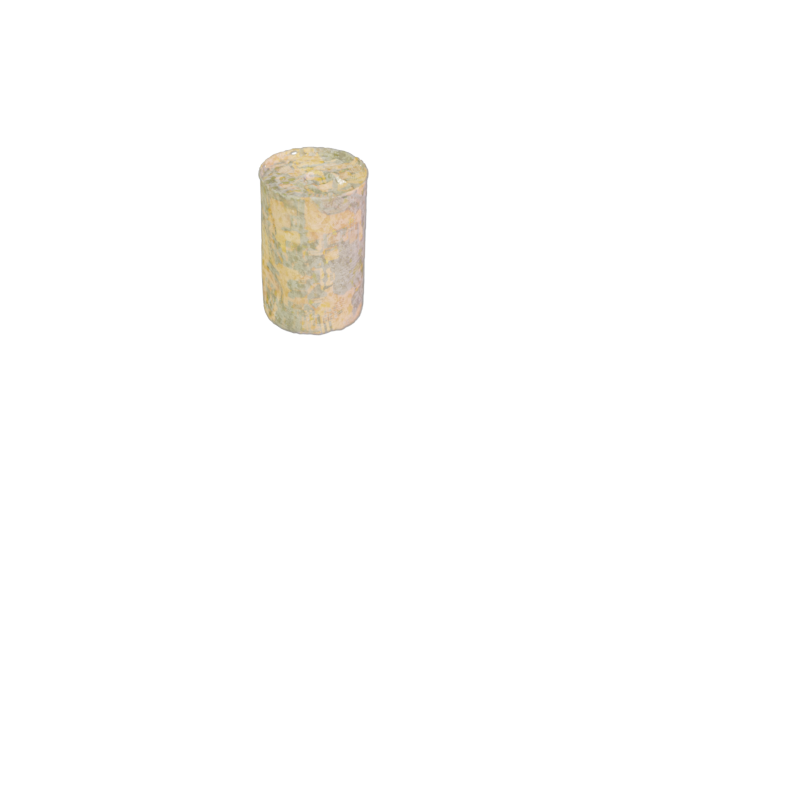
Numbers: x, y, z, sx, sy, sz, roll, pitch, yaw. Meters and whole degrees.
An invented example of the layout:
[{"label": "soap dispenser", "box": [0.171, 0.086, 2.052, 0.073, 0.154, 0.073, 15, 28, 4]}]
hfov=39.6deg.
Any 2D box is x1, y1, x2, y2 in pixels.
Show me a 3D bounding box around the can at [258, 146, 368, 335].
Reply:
[{"label": "can", "box": [-0.055, -0.101, 0.706, 0.068, 0.096, 0.073, 0, 35, -3]}]
